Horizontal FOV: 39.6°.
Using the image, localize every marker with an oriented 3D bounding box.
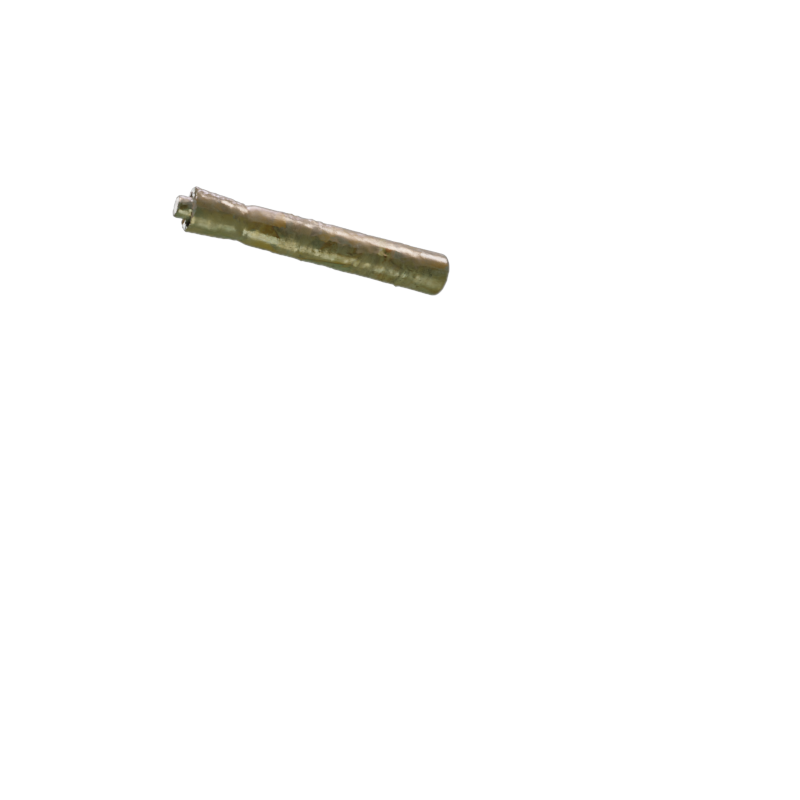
[{"bbox_3d":[-0.036,-0.066,0.464,0.117,0.020,0.020,12,-1,-20],"label":"marker"}]
